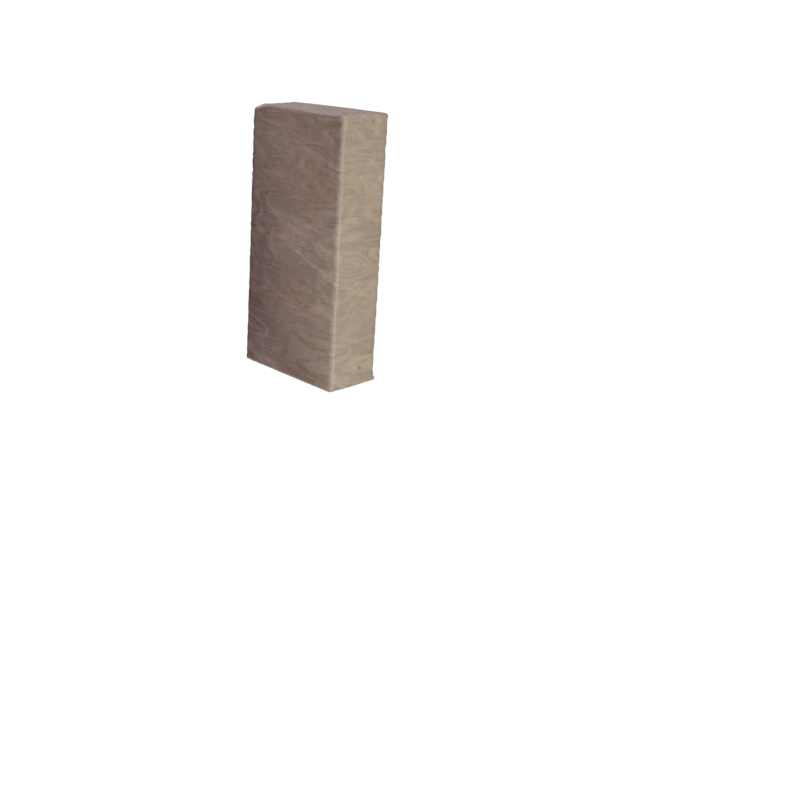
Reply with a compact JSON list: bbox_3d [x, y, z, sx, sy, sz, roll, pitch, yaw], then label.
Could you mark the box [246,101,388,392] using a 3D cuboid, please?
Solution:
[{"bbox_3d":[-0.057,-0.103,0.725,0.047,0.171,0.099,-11,18,-41],"label":"box"}]
